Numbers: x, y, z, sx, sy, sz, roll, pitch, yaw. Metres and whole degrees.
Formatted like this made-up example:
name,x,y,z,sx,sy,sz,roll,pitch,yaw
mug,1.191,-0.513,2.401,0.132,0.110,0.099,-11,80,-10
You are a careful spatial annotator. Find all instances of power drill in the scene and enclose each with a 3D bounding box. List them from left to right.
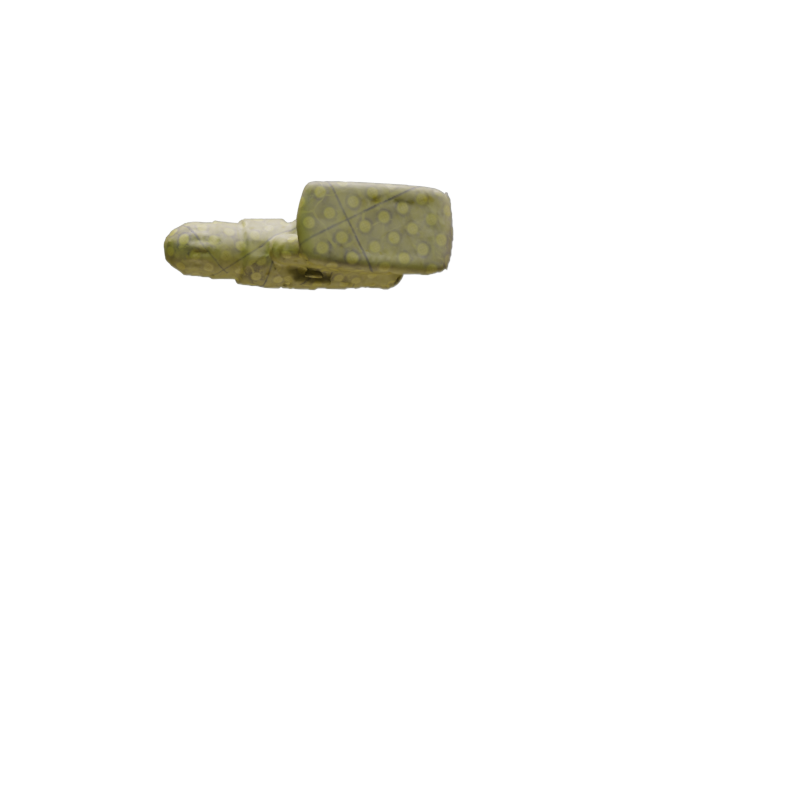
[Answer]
name,x,y,z,sx,sy,sz,roll,pitch,yaw
power drill,-0.060,-0.109,0.767,0.180,0.058,0.191,0,1,-19
